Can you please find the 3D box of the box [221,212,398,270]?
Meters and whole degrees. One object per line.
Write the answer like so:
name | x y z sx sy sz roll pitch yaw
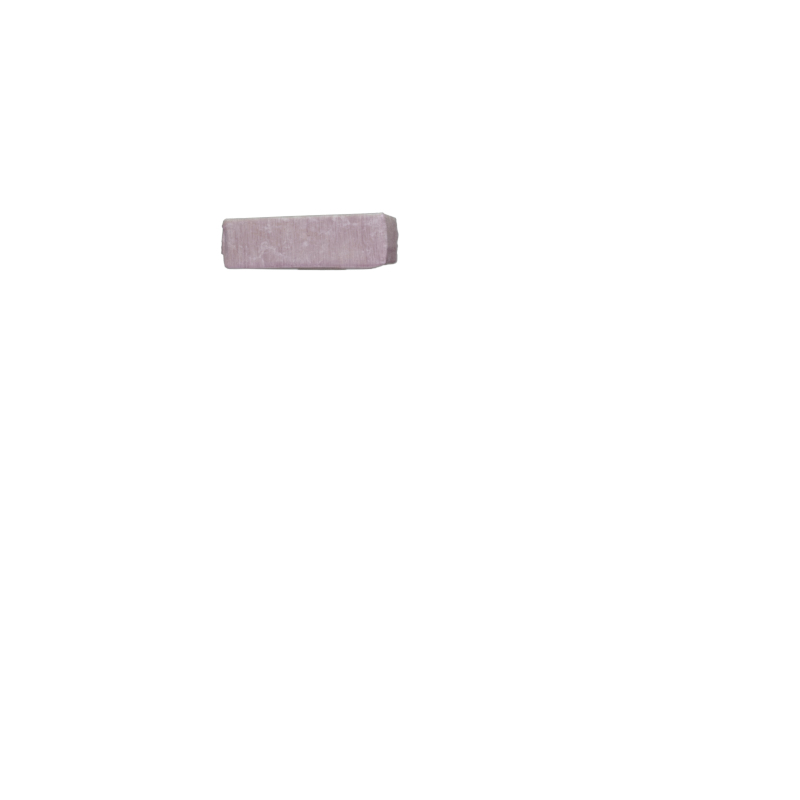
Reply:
box | -0.061 -0.112 0.781 0.115 0.039 0.090 1 7 8
